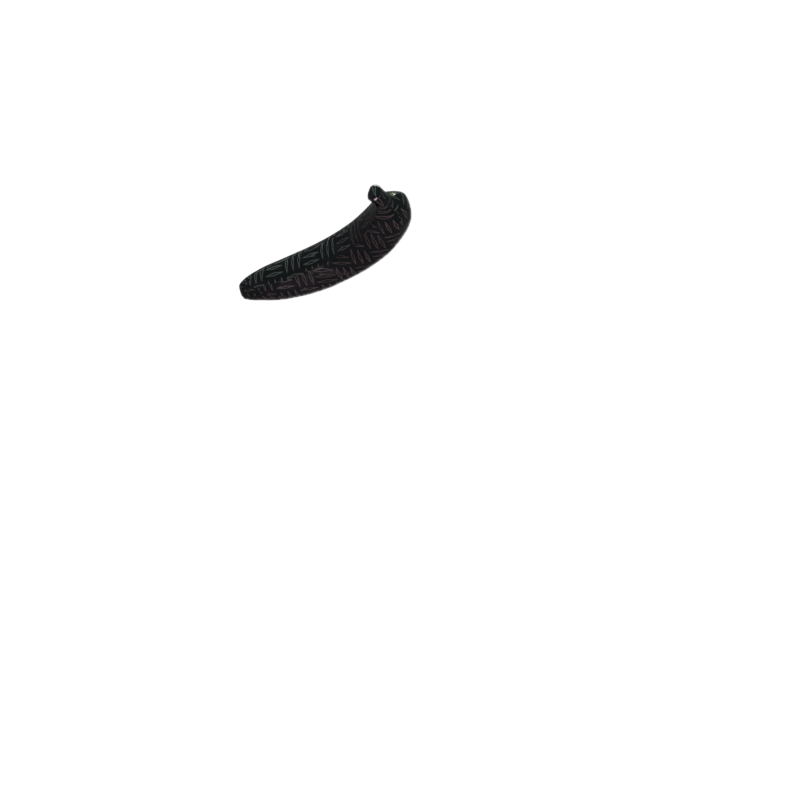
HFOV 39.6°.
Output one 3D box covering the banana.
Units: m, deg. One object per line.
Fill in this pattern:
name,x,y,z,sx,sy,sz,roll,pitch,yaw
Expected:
banana,-0.050,-0.119,0.860,0.066,0.039,0.196,17,-29,-33
